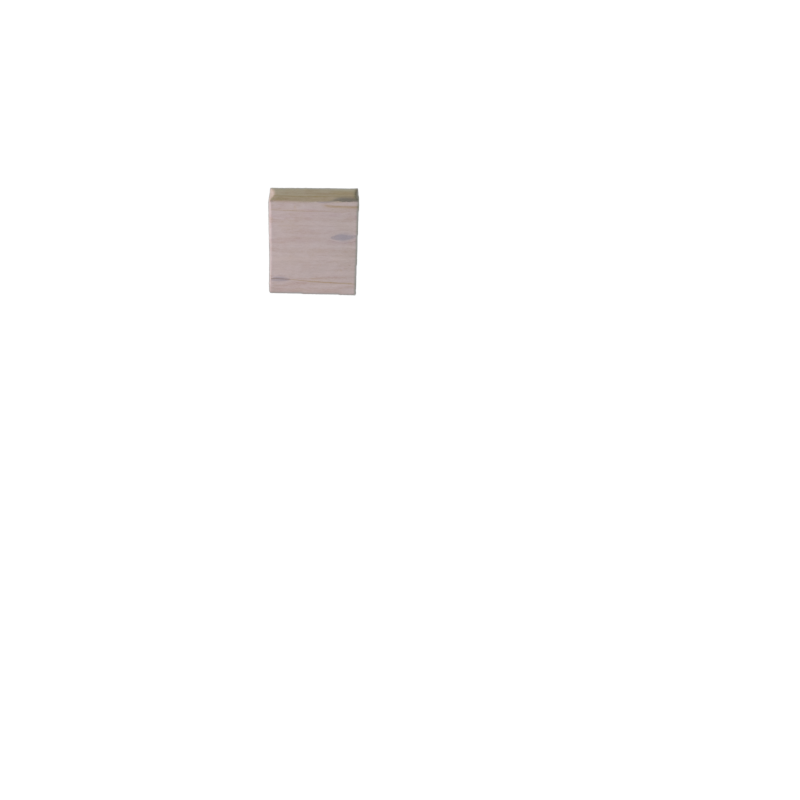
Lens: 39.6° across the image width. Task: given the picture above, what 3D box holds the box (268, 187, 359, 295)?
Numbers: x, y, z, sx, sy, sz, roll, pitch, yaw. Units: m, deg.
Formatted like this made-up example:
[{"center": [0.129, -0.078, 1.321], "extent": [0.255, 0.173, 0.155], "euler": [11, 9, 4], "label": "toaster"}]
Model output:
[{"center": [-0.072, -0.130, 0.914], "extent": [0.073, 0.084, 0.032], "euler": [1, 29, -1], "label": "box"}]
